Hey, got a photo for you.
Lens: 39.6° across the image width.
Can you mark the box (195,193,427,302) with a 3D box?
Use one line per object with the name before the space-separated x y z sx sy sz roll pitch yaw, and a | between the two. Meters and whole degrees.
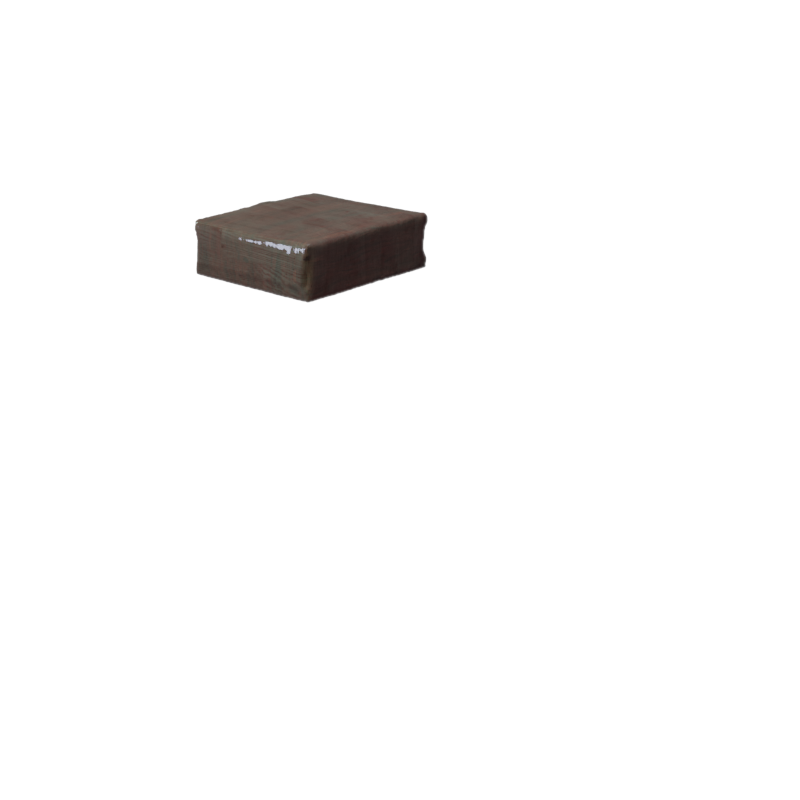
box | -0.041 -0.076 0.530 0.077 0.029 0.088 17 26 37
